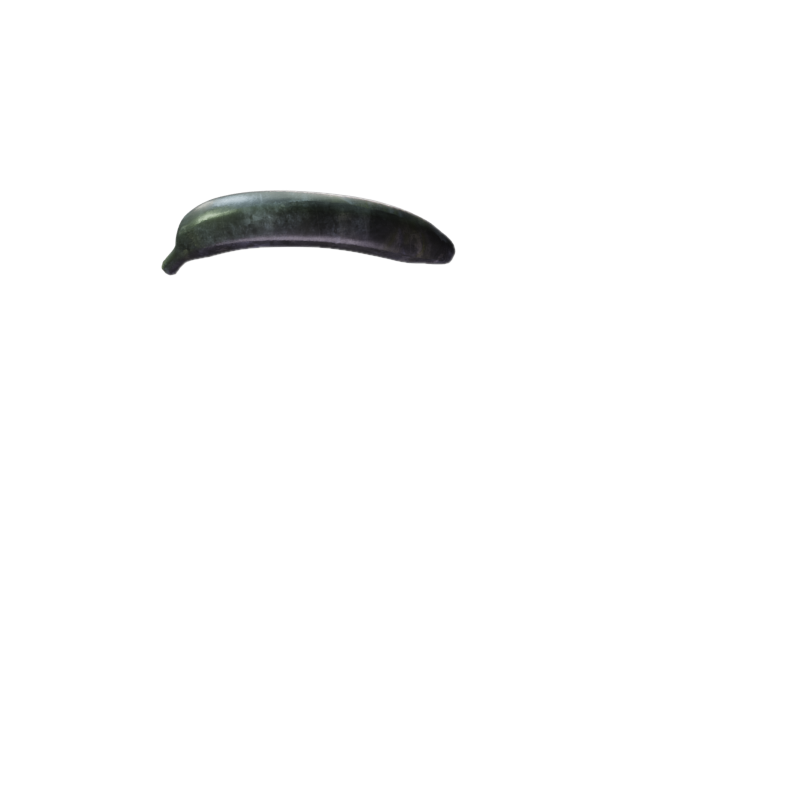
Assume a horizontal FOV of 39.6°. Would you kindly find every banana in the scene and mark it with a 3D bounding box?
[{"bbox_3d":[-0.061,-0.111,0.725,0.198,0.039,0.066,0,-18,1],"label":"banana"}]
